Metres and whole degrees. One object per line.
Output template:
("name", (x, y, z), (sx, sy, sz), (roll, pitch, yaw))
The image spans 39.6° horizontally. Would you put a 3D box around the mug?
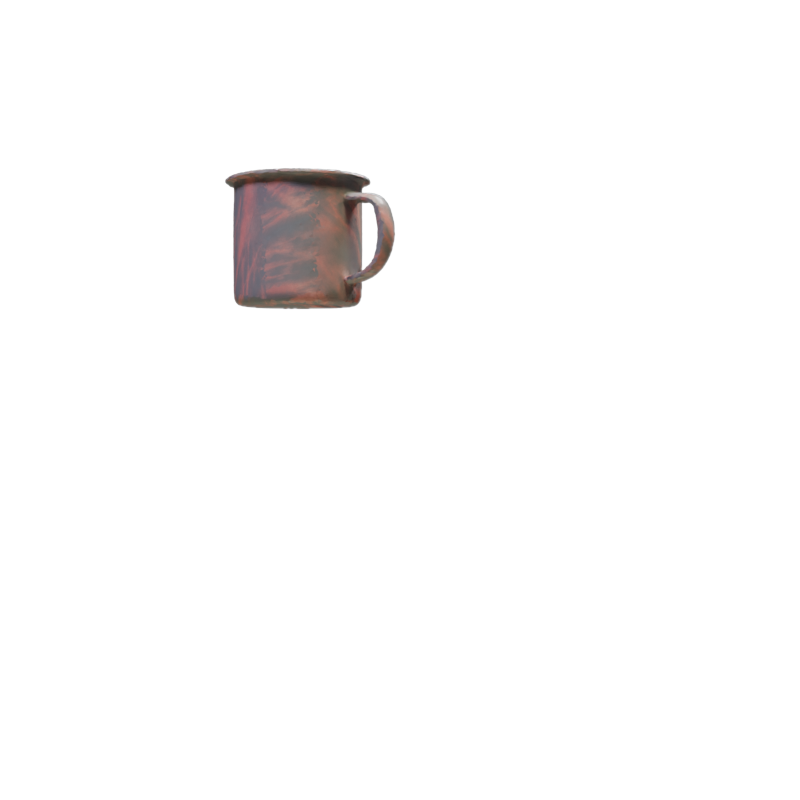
("mug", (-0.055, -0.100, 0.700), (0.121, 0.082, 0.089), (0, -2, 32))
